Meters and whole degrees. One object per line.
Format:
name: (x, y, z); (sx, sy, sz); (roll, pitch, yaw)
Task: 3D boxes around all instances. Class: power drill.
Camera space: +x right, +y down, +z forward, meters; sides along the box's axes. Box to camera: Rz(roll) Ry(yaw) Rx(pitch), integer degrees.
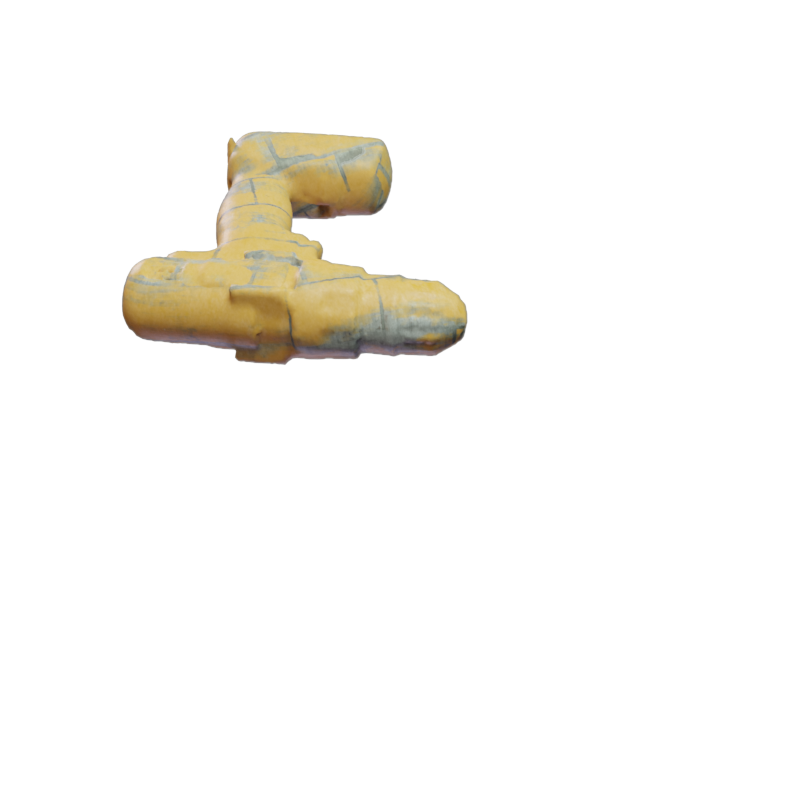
power drill: (-0.051, -0.092, 0.647); (0.186, 0.054, 0.198); (4, 36, 6)
